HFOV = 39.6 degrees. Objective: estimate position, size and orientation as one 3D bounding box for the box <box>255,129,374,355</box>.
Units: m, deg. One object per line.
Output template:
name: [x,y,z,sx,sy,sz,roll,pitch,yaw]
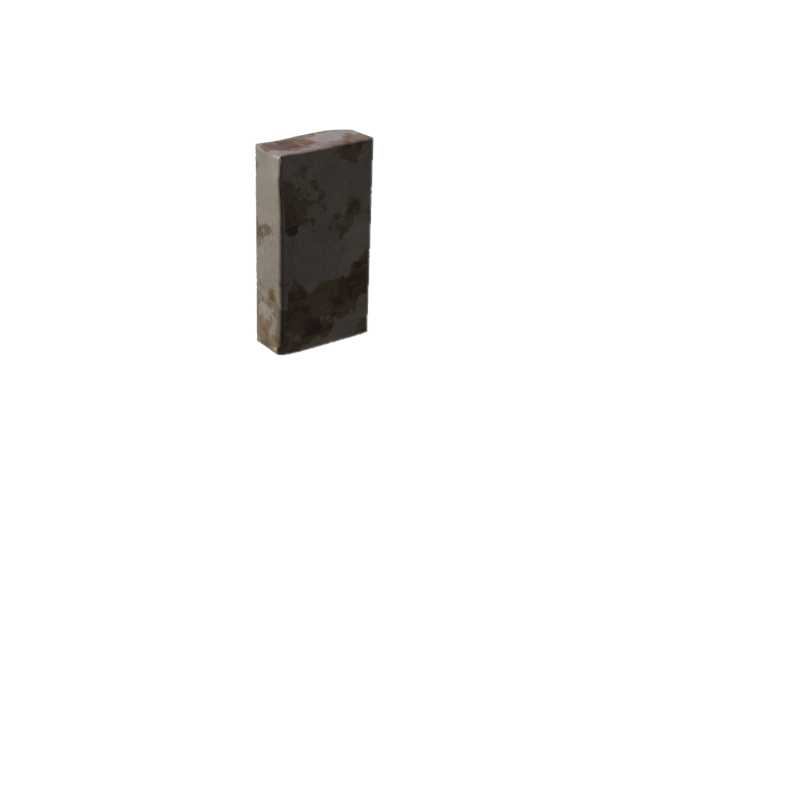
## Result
box: [-0.072,-0.131,0.916,0.091,0.168,0.051,-15,26,-34]
